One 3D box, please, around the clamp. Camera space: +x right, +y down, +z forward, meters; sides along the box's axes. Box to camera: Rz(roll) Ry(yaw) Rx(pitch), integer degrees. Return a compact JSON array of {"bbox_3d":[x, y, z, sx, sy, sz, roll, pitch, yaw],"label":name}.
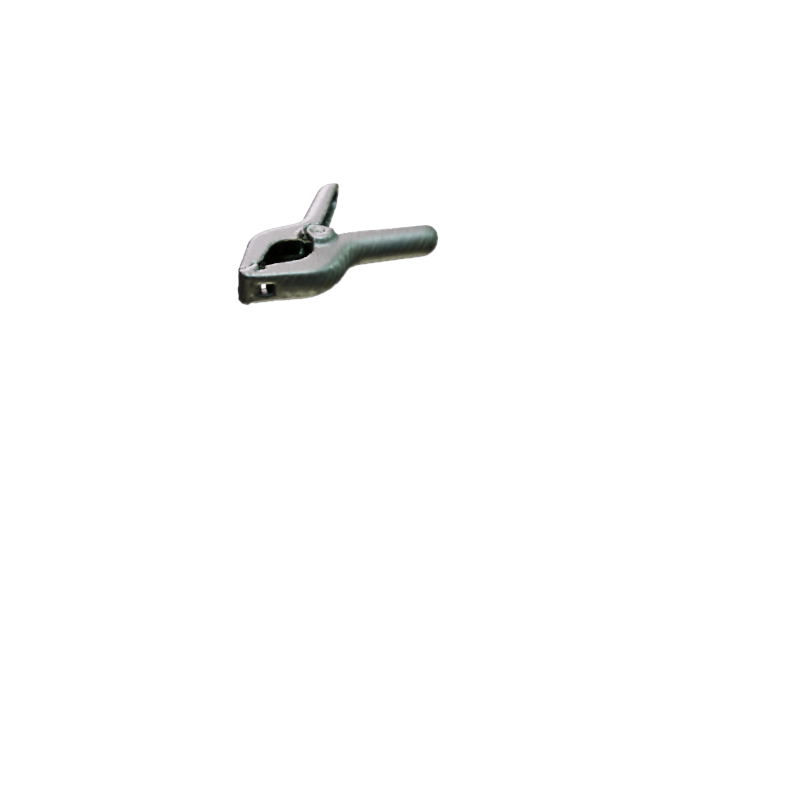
[{"bbox_3d":[-0.069,-0.125,0.875,0.169,0.037,0.129,-23,38,-34],"label":"clamp"}]
